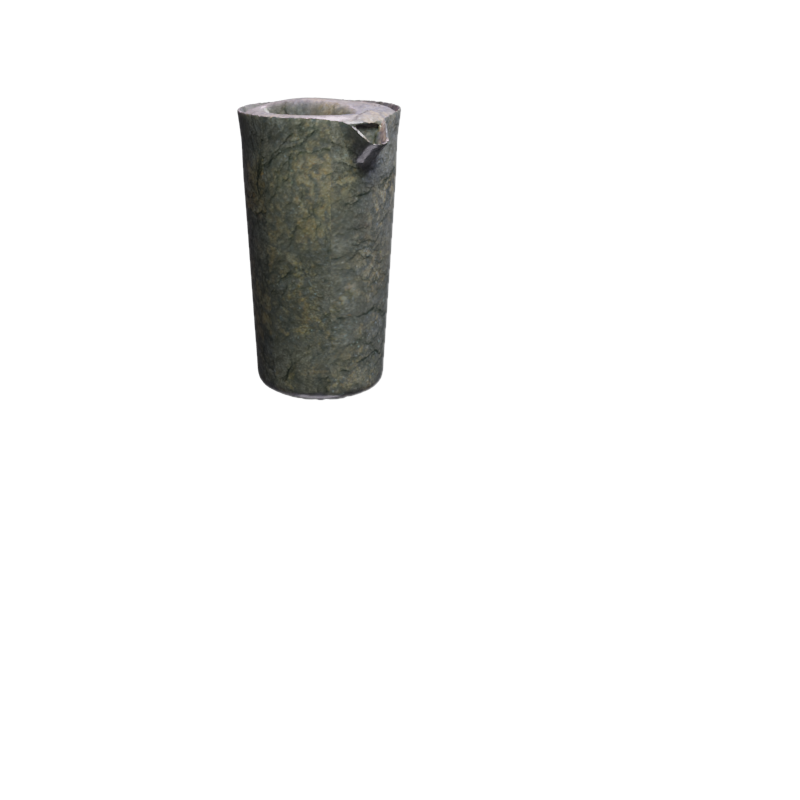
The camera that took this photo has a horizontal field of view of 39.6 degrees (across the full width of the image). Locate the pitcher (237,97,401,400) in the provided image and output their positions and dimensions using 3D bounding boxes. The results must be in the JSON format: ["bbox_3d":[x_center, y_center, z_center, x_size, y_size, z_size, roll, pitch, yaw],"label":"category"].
[{"bbox_3d":[-0.073,-0.134,0.936,0.147,0.235,0.153,3,16,7],"label":"pitcher"}]
